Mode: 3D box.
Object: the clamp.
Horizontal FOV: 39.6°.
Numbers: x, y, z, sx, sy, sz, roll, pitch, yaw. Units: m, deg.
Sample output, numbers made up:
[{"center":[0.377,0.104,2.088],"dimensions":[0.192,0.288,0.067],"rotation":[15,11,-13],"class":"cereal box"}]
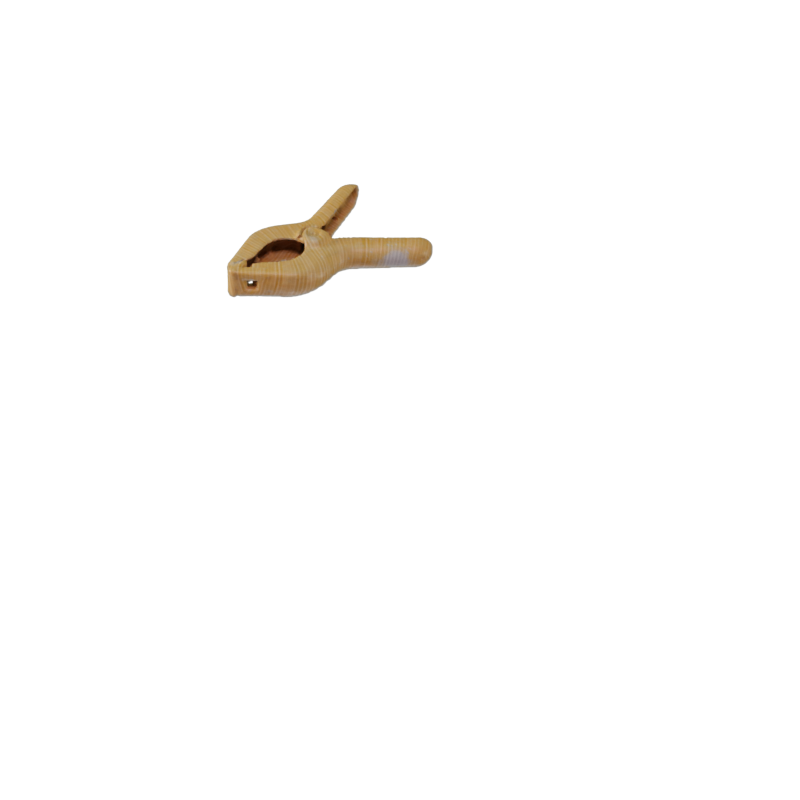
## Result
[{"center":[-0.073,-0.133,0.930],"dimensions":[0.169,0.037,0.130],"rotation":[-16,37,-22],"class":"clamp"}]
